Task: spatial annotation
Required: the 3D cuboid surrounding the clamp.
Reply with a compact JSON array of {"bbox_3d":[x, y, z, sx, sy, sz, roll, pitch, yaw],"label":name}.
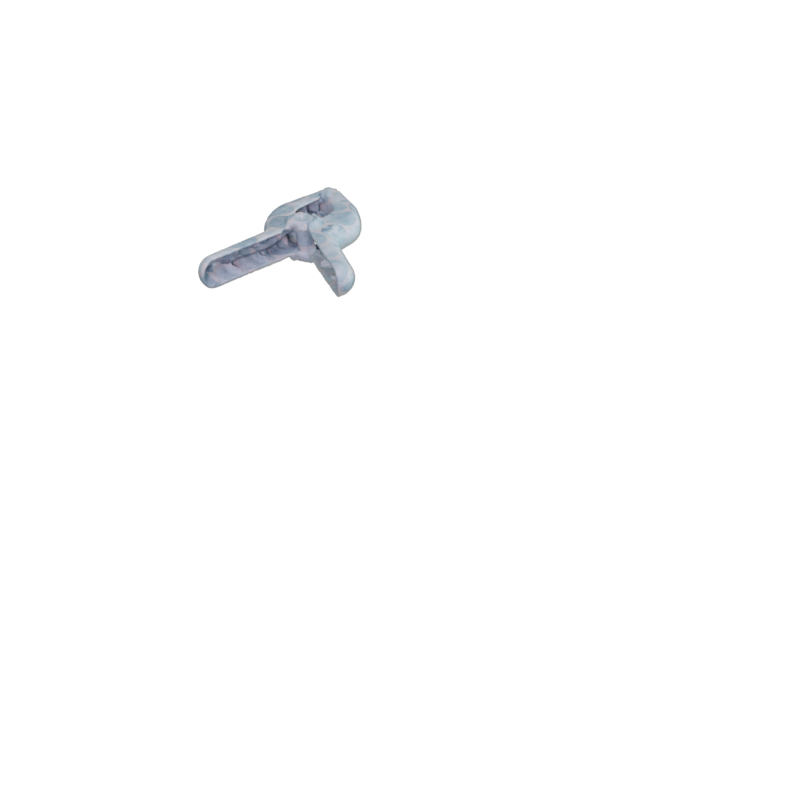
[{"bbox_3d":[-0.069,-0.125,0.876,0.124,0.037,0.176,13,36,19],"label":"clamp"}]
